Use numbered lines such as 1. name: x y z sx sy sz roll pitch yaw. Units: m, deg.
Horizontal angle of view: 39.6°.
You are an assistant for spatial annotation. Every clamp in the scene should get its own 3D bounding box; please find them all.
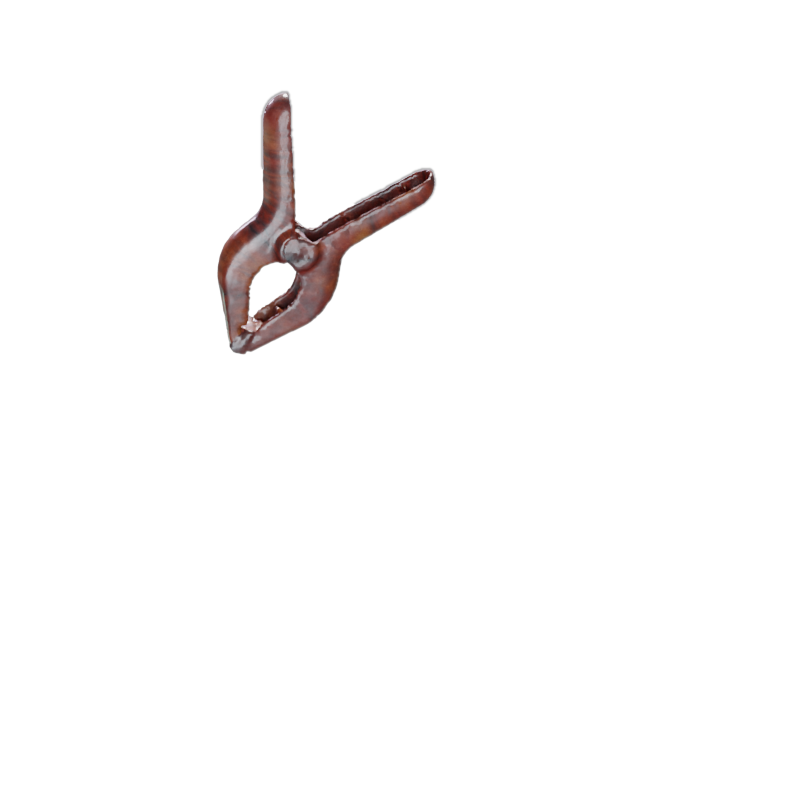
1. clamp: -0.056 -0.102 0.717 0.118 0.166 0.041 21 21 -9
